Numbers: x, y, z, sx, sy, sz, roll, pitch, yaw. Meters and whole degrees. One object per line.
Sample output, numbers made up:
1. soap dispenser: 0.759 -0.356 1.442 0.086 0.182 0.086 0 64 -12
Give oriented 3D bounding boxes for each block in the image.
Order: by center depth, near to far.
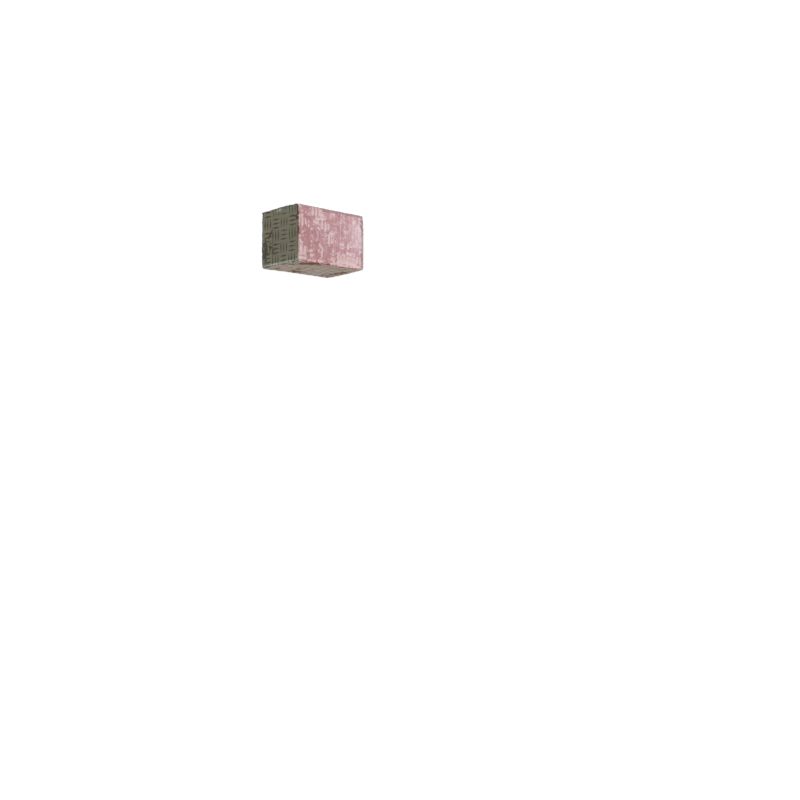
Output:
1. block: -0.077 -0.140 0.984 0.074 0.052 0.054 6 -10 -42
